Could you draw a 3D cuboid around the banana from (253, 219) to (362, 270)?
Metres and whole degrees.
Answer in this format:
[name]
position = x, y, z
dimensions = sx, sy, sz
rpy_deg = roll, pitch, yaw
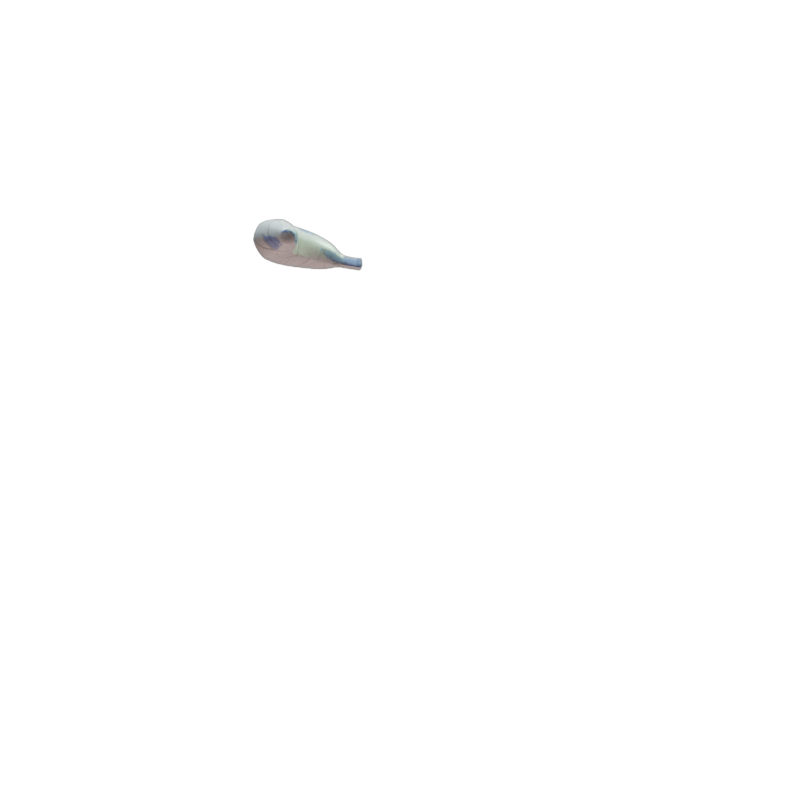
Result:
[banana]
position = -0.095, -0.142, 1.006
dimensions = 0.071, 0.037, 0.192
rpy_deg = 0, 1, 17
